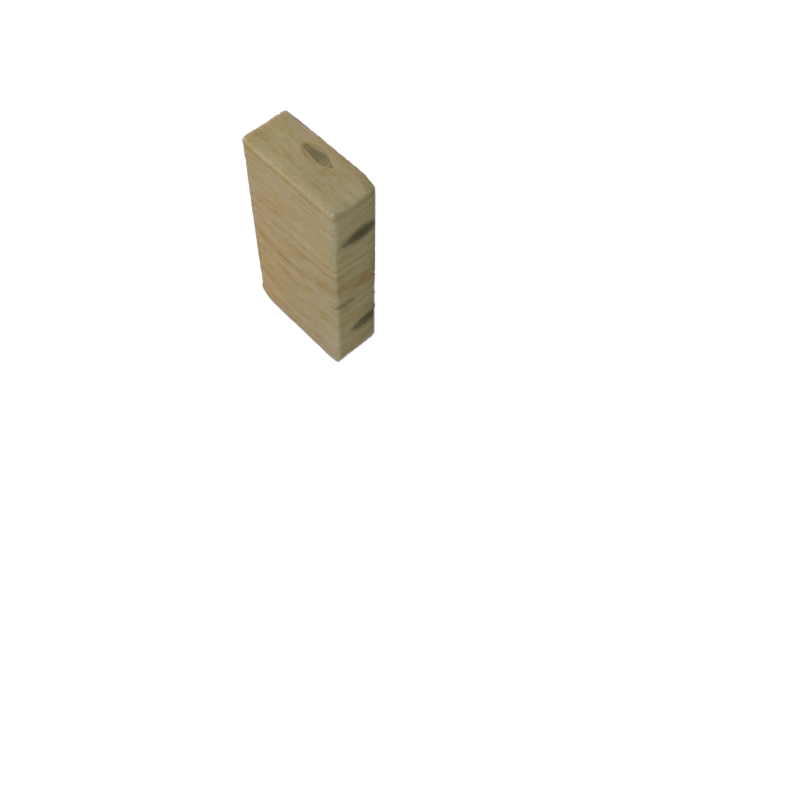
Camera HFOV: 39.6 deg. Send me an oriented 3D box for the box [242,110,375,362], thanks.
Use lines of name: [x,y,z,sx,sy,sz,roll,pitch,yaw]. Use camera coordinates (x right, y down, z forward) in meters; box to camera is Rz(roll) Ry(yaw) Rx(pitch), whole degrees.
box: [-0.061,-0.111,0.780,0.048,0.099,0.165,-35,-25,-23]
